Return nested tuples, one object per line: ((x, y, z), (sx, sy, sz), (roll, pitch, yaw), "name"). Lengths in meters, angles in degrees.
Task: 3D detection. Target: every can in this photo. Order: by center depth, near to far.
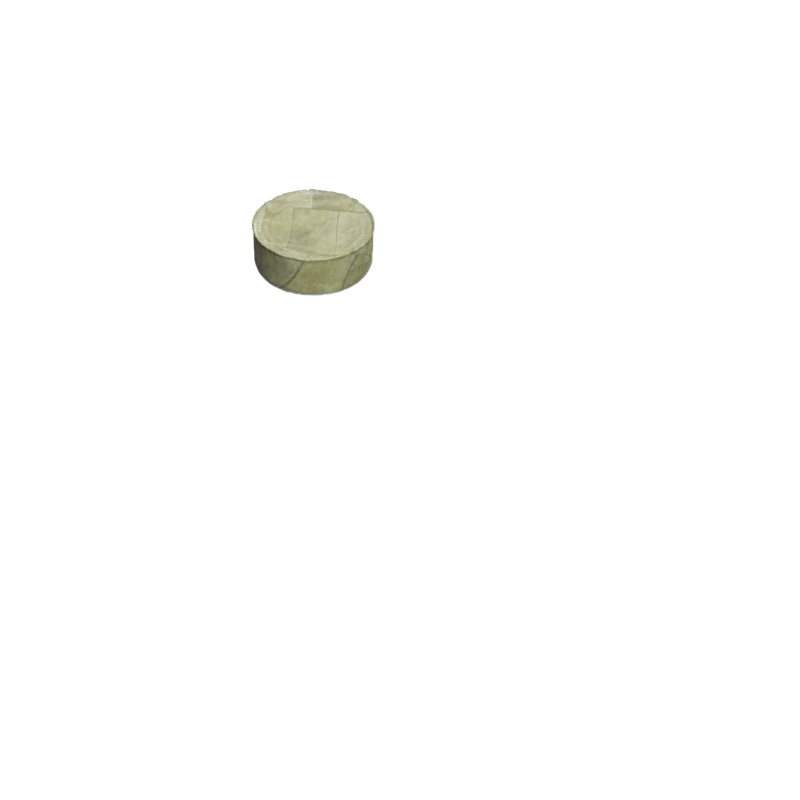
((-0.061, -0.112, 0.781), (0.086, 0.031, 0.092), (-1, 40, -2), "can")
